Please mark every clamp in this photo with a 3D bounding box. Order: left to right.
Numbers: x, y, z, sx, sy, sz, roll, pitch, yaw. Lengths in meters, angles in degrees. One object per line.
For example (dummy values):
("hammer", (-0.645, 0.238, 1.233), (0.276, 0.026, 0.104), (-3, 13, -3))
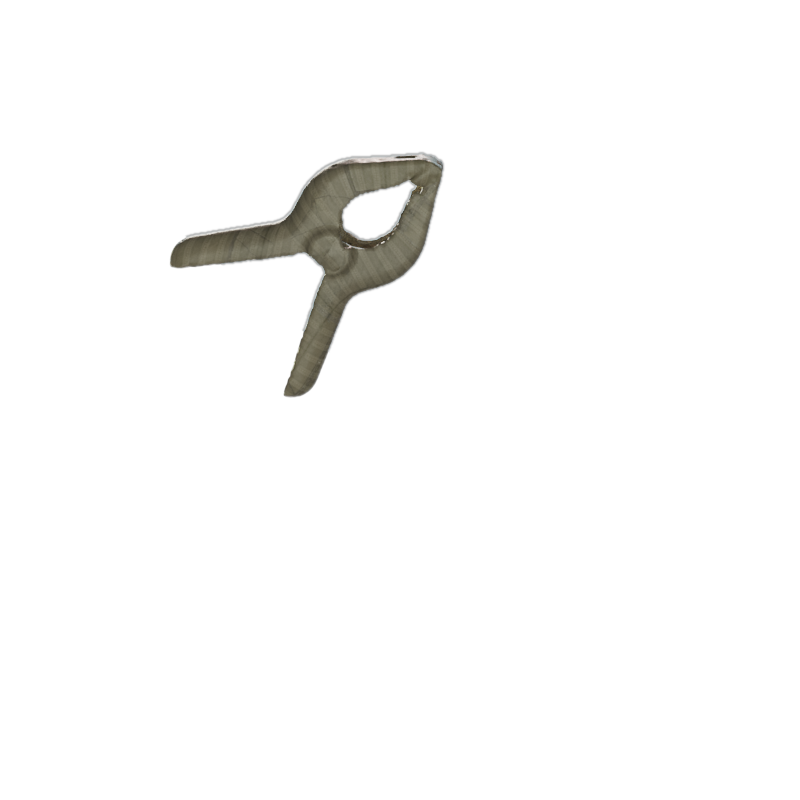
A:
("clamp", (-0.052, -0.094, 0.662), (0.117, 0.169, 0.041), (40, 13, -12))
